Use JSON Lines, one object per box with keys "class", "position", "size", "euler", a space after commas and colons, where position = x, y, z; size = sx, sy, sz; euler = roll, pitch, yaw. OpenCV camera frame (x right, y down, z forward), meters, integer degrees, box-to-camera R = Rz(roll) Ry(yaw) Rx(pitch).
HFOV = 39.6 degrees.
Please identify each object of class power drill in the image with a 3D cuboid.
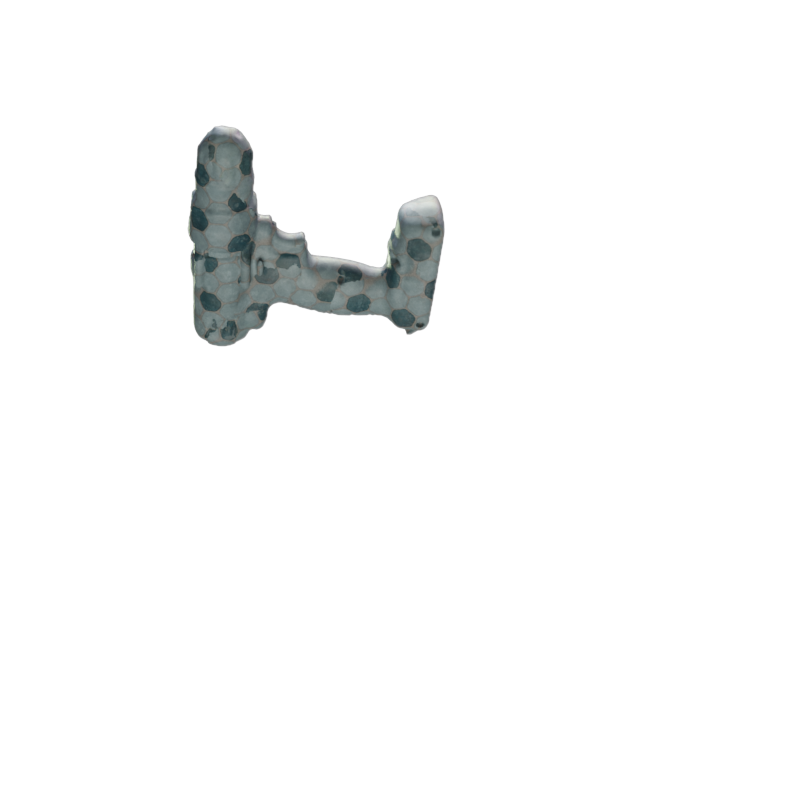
{"class": "power drill", "position": [-0.065, -0.119, 0.832], "size": [0.187, 0.173, 0.061], "euler": [4, 38, -3]}
